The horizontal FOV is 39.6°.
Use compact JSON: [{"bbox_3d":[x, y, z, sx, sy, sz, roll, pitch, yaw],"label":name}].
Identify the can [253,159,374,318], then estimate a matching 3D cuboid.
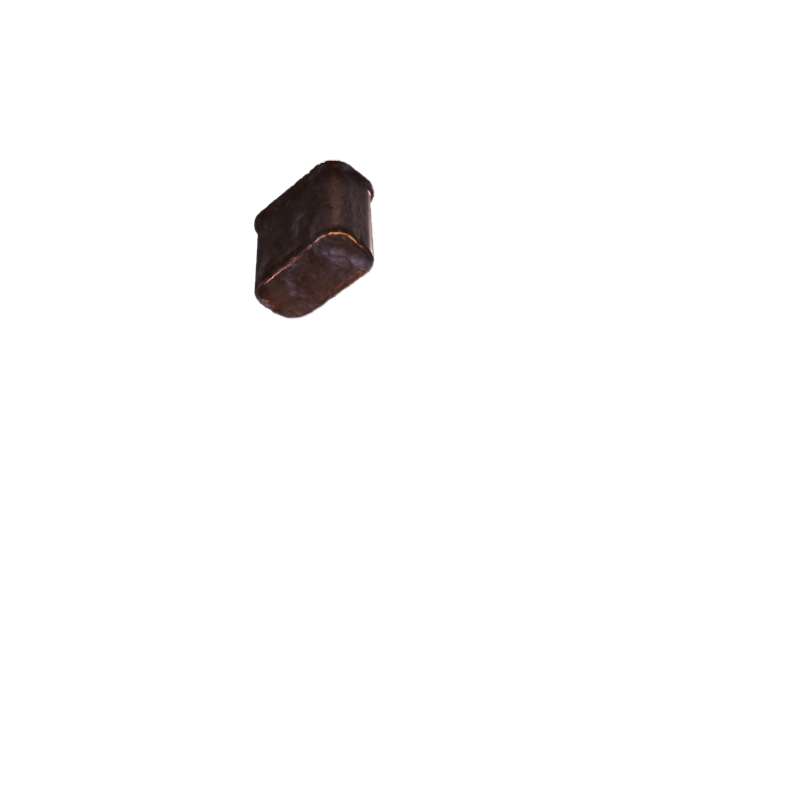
[{"bbox_3d":[-0.067,-0.122,0.854,0.101,0.090,0.054,-35,-53,28],"label":"can"}]
